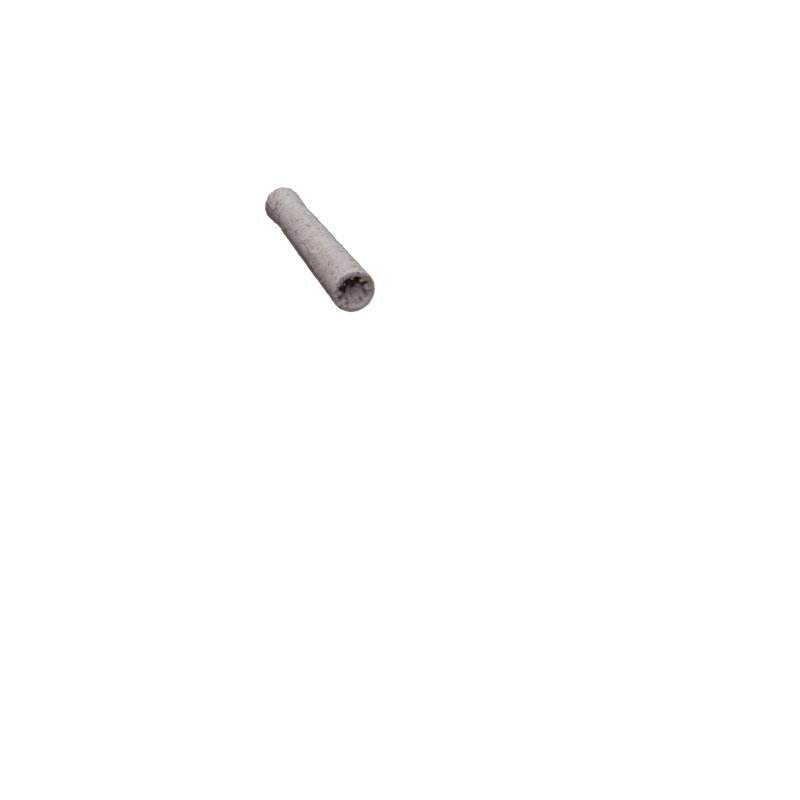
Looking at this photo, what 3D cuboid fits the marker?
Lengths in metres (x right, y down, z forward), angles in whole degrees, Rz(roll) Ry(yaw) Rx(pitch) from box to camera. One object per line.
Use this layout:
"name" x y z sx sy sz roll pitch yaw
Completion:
"marker" -0.040 -0.073 0.512 0.019 0.019 0.130 -2 27 -20
